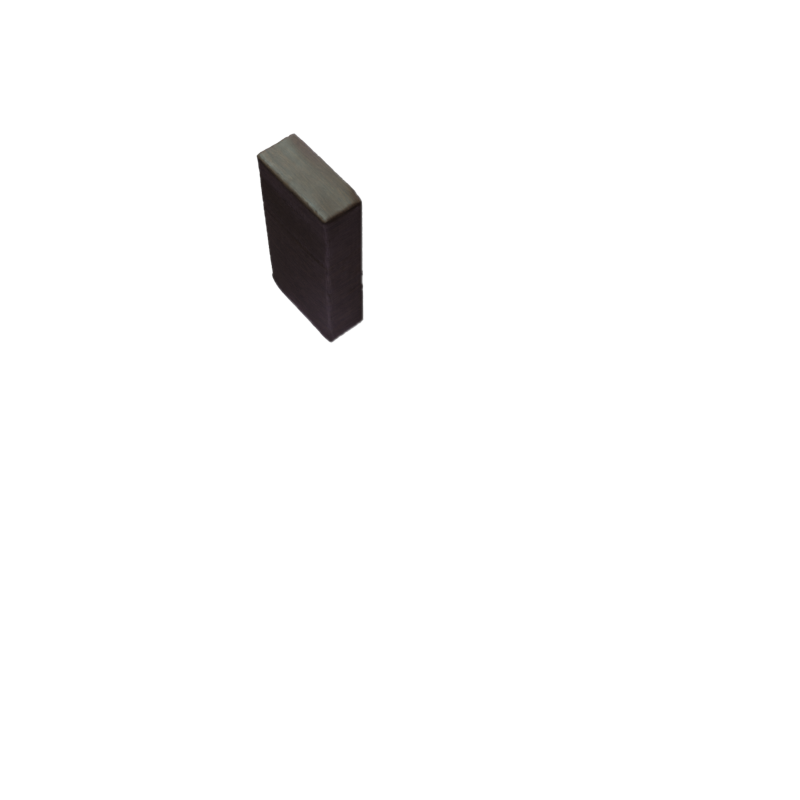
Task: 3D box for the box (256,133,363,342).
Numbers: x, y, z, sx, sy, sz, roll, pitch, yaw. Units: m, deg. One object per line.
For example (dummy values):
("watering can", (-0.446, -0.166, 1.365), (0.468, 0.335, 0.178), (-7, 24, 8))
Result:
("box", (-0.073, -0.134, 0.941), (0.048, 0.099, 0.165), (-32, -25, -22))
